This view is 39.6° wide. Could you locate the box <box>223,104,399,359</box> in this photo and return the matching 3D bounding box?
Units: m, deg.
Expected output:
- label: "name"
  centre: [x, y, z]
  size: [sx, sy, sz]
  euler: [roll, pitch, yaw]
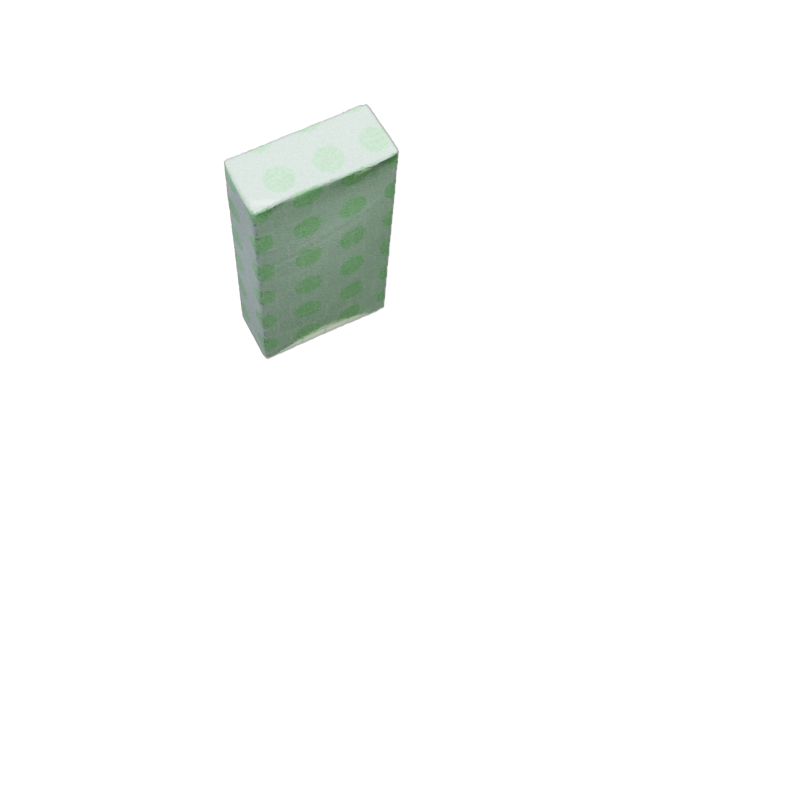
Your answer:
- label: "box"
  centre: [-0.053, -0.097, 0.680]
  size: [0.093, 0.051, 0.167]
  euler: [-25, -20, -14]
